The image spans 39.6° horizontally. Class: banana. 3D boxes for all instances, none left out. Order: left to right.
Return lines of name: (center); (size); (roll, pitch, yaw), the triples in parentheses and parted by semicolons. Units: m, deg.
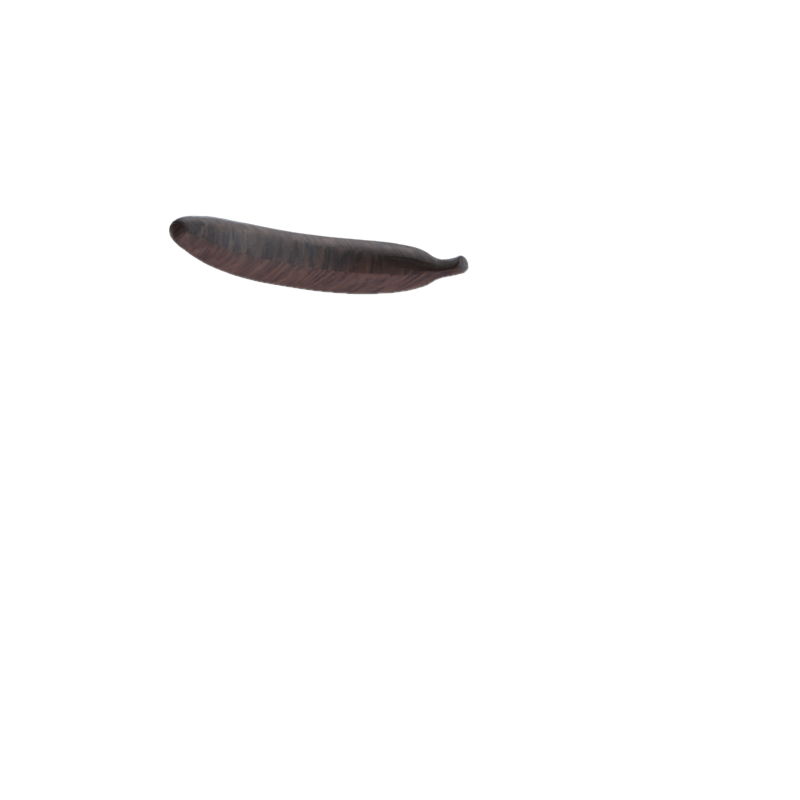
banana: (-0.059, -0.098, 0.746); (0.194, 0.039, 0.067); (4, -20, -12)
